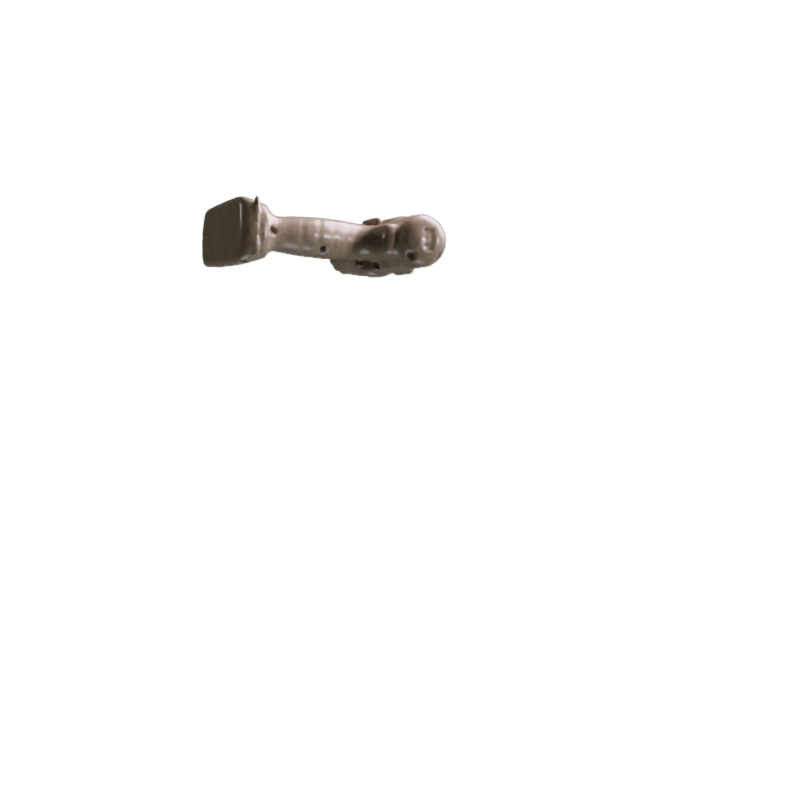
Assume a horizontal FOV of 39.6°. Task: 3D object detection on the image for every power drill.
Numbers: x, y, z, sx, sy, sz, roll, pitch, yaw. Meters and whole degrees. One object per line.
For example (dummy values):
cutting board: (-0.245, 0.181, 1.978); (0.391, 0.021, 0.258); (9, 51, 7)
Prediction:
power drill: (-0.078, -0.141, 0.990); (0.182, 0.058, 0.188); (0, 0, -25)
